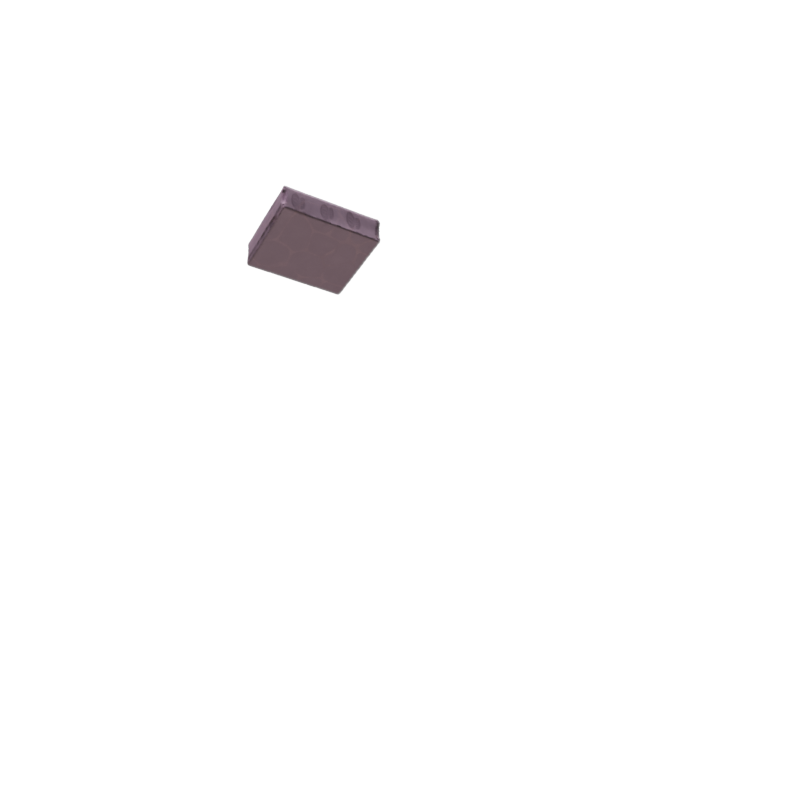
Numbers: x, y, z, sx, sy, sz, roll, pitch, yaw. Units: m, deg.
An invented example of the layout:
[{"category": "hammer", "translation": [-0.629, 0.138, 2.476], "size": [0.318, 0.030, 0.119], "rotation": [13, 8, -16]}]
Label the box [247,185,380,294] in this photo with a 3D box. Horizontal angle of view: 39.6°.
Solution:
[{"category": "box", "translation": [-0.071, -0.130, 0.914], "size": [0.086, 0.032, 0.071], "rotation": [18, -44, -20]}]
